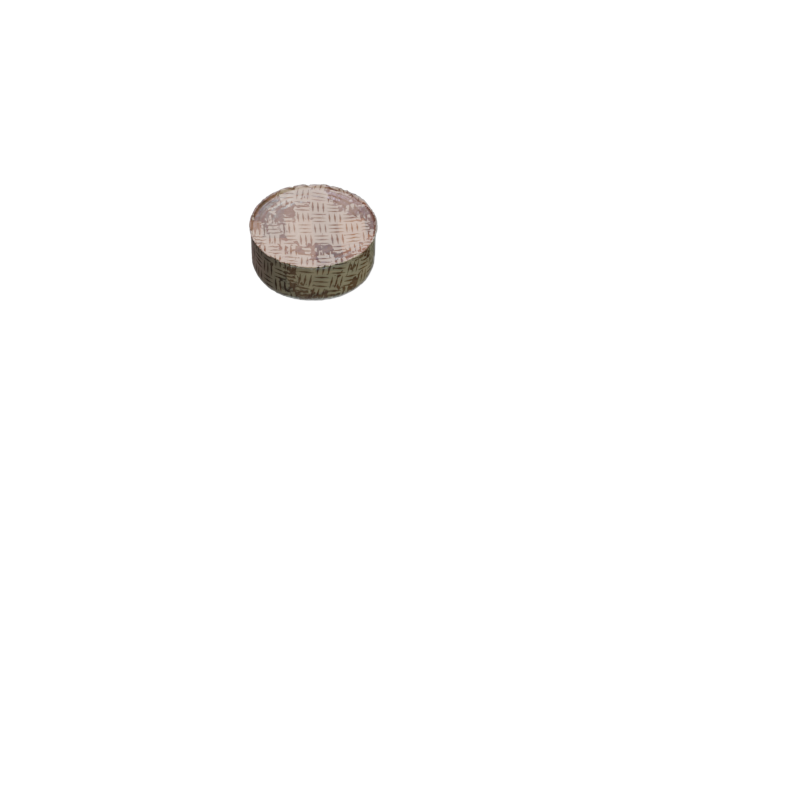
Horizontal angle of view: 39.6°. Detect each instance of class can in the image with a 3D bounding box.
[{"bbox_3d":[-0.059,-0.107,0.751,0.086,0.092,0.031,-1,-44,-1],"label":"can"}]
